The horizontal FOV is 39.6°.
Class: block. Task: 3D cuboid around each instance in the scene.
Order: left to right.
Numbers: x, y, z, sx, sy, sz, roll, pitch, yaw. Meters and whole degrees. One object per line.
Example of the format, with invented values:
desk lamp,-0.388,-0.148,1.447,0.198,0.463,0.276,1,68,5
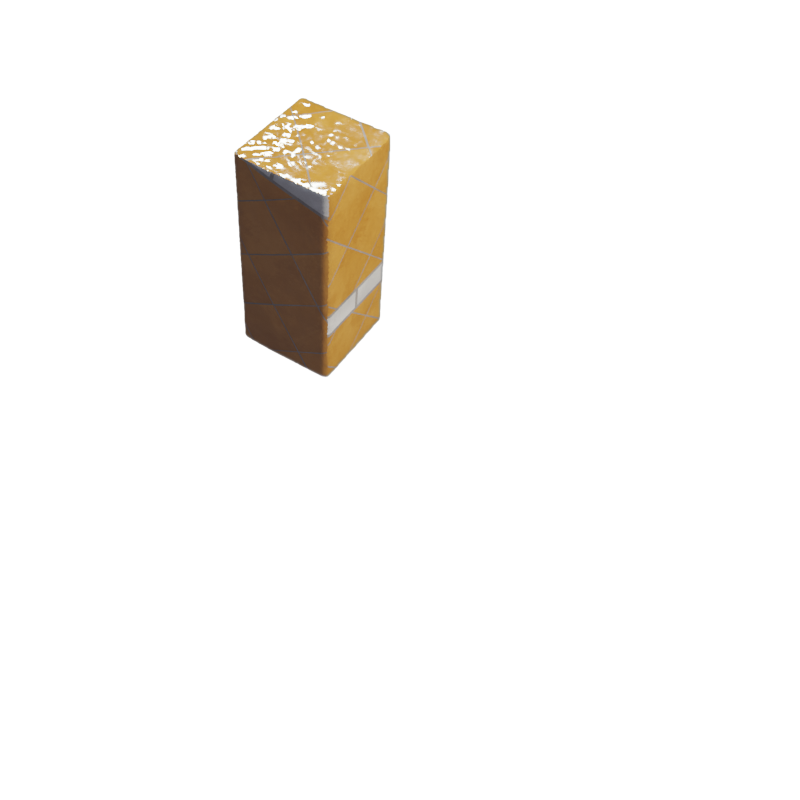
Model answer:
block,-0.071,-0.130,0.914,0.095,0.192,0.093,27,51,20
